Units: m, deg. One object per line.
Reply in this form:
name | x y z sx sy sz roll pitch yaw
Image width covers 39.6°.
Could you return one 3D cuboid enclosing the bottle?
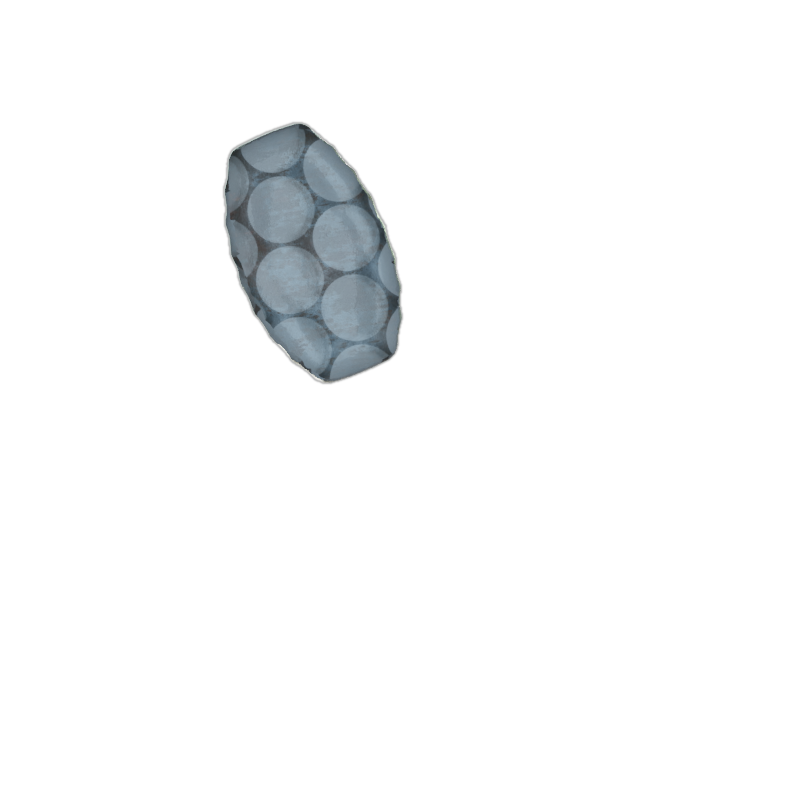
bottle | -0.039 -0.071 0.496 0.058 0.094 0.195 -24 10 0
